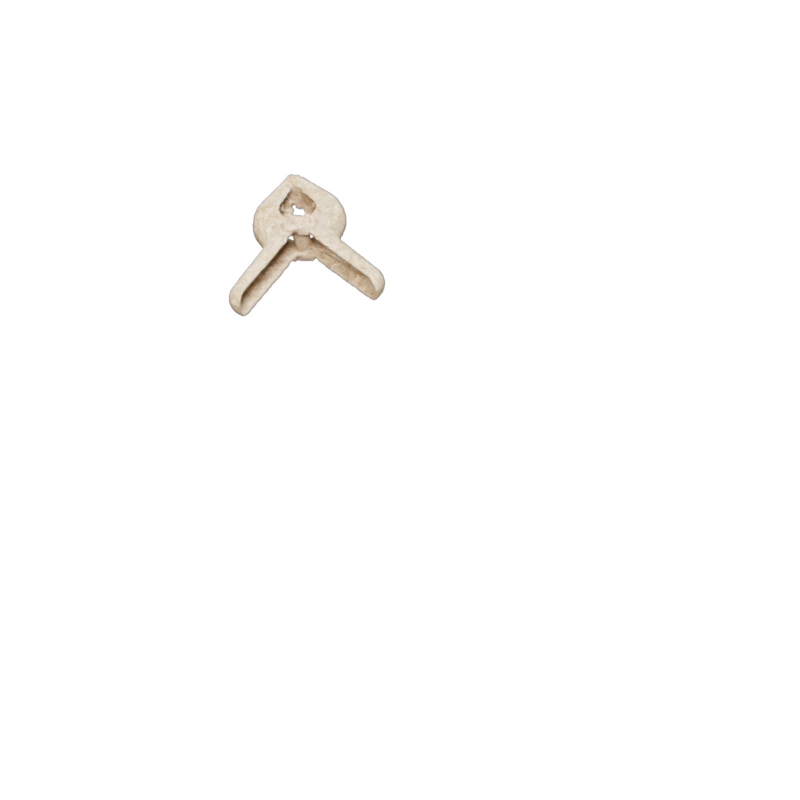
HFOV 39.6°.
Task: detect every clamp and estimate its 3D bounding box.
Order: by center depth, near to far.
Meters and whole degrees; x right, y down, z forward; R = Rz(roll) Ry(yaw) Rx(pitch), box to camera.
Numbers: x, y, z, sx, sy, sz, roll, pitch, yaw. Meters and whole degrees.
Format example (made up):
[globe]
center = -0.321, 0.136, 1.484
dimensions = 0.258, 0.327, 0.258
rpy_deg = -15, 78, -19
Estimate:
[clamp]
center = -0.071, -0.130, 0.911
dimensions = 0.120, 0.036, 0.183
rpy_deg = 2, 43, 1
